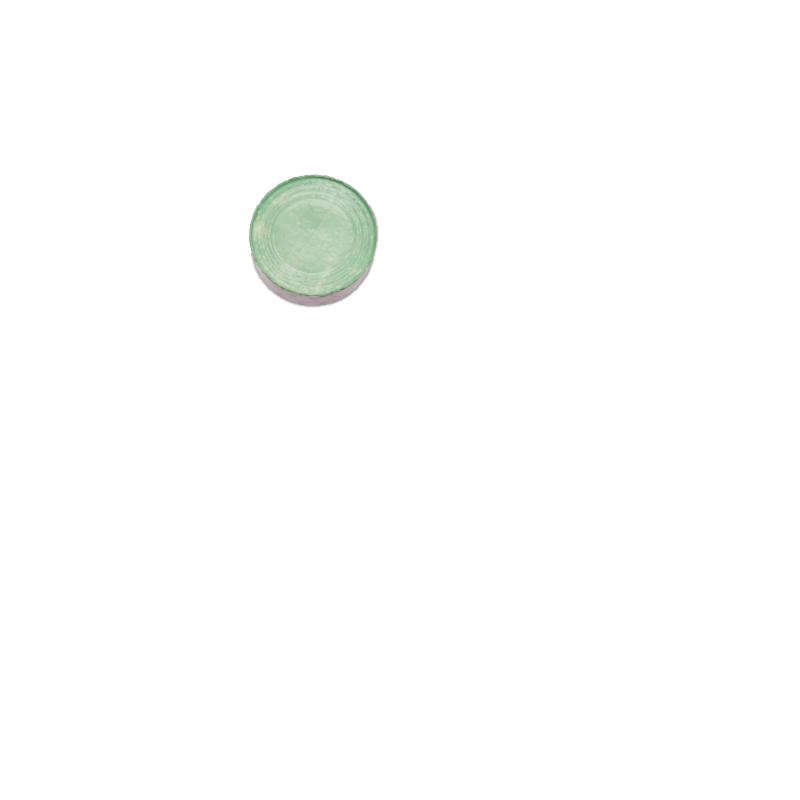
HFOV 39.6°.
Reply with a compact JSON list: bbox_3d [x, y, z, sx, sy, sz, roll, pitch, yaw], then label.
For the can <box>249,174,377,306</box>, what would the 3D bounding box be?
[{"bbox_3d":[-0.059,-0.108,0.753,0.086,0.090,0.032,-1,-18,-1],"label":"can"}]
